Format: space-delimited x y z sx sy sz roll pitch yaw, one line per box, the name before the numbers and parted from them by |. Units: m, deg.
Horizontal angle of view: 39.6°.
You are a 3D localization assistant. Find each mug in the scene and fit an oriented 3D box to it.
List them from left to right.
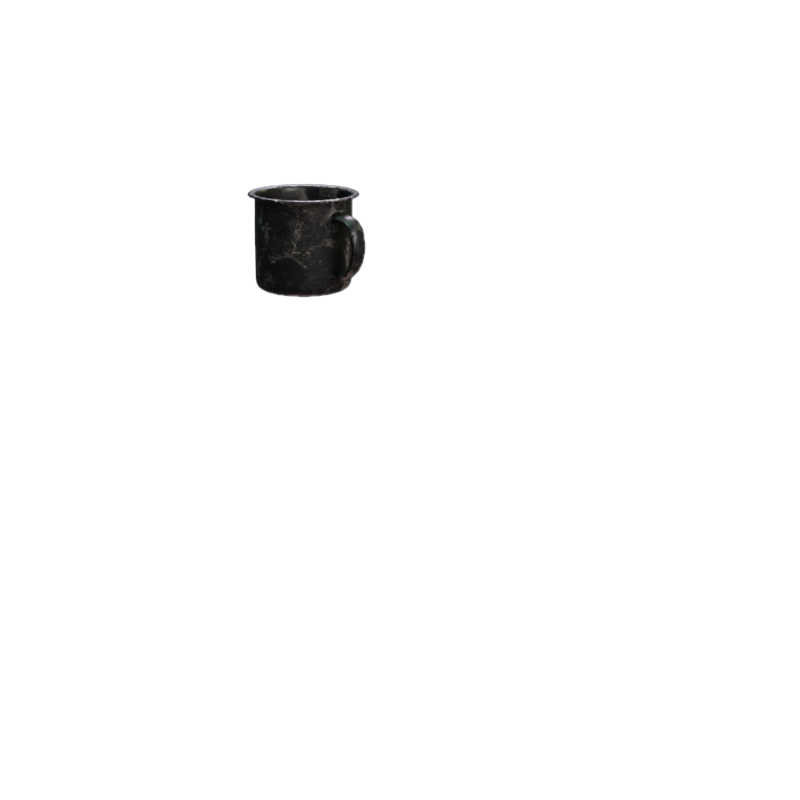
mug | -0.072 -0.132 0.923 0.124 0.079 0.091 16 22 42
